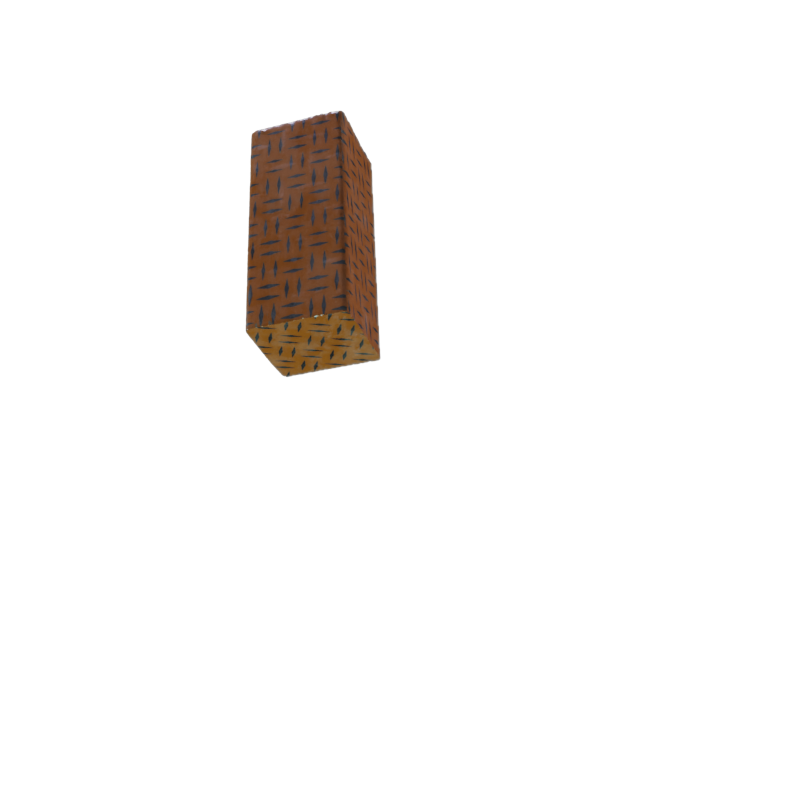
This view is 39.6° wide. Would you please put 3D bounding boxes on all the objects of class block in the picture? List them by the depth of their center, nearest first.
[{"bbox_3d":[-0.076,-0.138,0.964,0.092,0.220,0.083,-12,-33,15],"label":"block"}]
